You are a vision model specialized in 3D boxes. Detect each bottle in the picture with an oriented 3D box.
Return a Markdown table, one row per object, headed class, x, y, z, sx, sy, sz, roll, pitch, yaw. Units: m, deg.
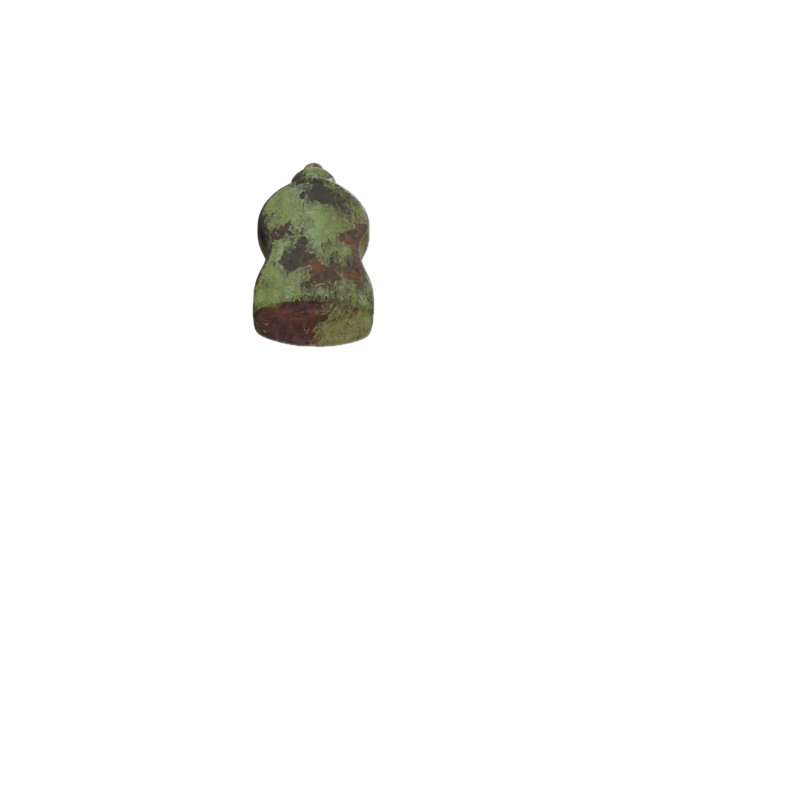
| class | x | y | z | sx | sy | sz | roll | pitch | yaw |
| --- | --- | --- | --- | --- | --- | --- | --- | --- | --- |
| bottle | -0.073 | -0.133 | 0.937 | 0.096 | 0.206 | 0.054 | -1 | -42 | -2 |
